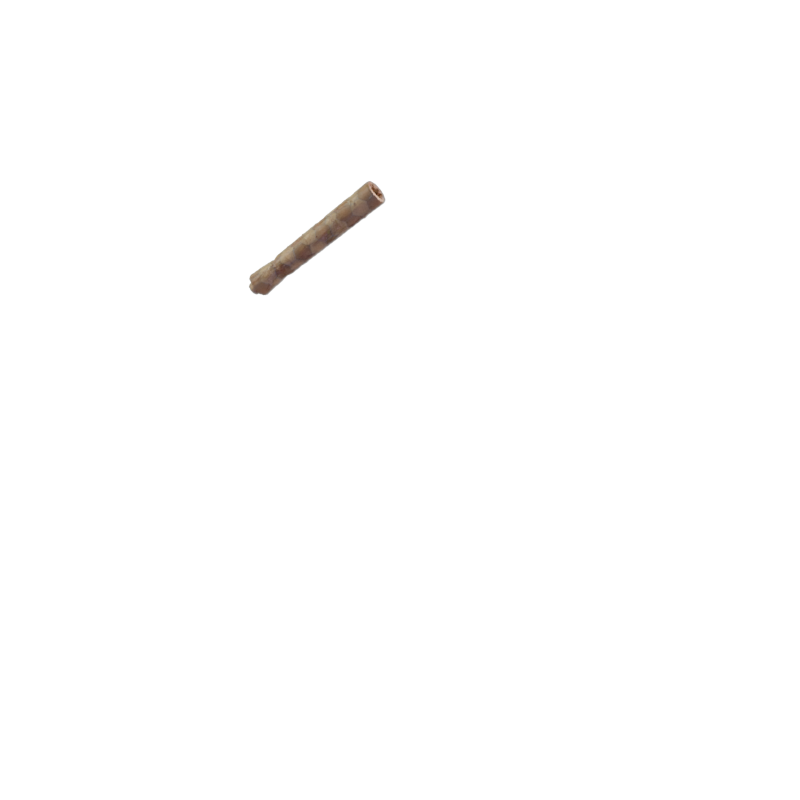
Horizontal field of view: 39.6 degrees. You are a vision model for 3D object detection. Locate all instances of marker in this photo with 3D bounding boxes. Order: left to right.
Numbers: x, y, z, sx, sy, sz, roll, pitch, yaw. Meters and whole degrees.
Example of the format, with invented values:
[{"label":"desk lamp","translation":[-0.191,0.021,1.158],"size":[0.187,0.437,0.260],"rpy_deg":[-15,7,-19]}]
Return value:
[{"label":"marker","translation":[-0.062,-0.112,0.788],"size":[0.120,0.020,0.019],"rpy_deg":[-35,-11,22]}]
